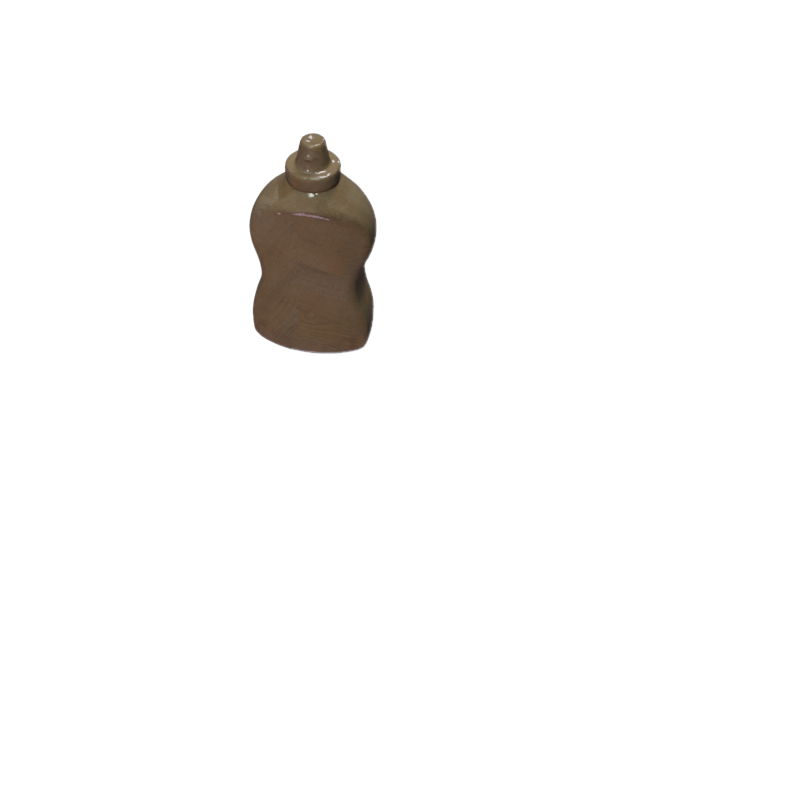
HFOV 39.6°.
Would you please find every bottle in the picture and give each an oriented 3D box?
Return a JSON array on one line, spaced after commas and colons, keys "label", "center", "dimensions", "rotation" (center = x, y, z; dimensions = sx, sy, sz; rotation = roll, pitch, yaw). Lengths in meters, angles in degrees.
[{"label": "bottle", "center": [-0.067, -0.121, 0.853], "dimensions": [0.098, 0.179, 0.062], "rotation": [11, 44, 8]}]
